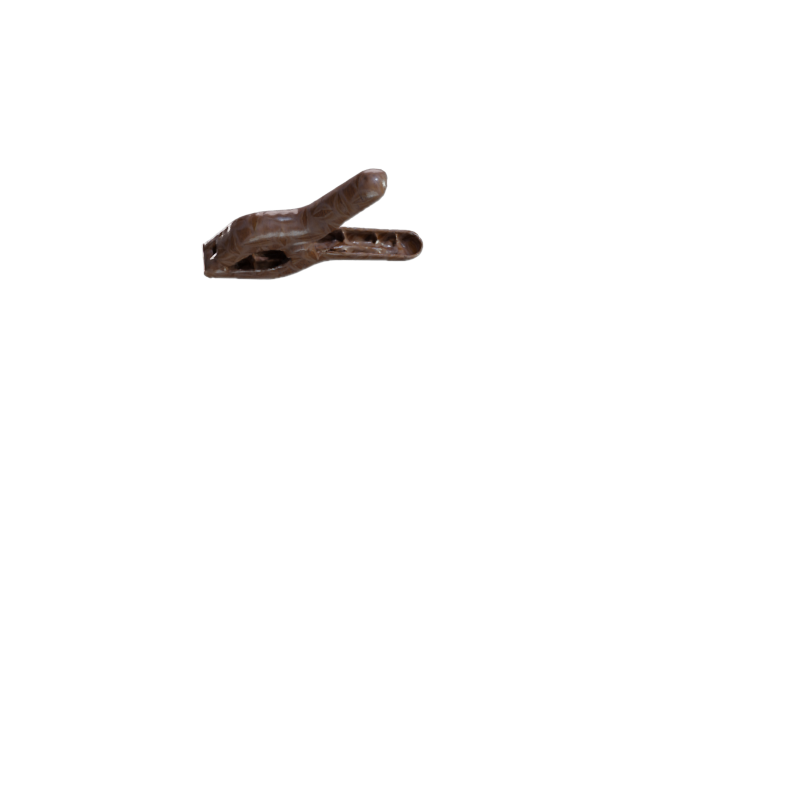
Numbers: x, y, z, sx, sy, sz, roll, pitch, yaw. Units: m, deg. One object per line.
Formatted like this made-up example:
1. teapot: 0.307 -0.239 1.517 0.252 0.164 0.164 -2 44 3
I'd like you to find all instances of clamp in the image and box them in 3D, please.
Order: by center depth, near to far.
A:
1. clamp: -0.067 -0.123 0.860 0.174 0.042 0.111 -13 -30 22
